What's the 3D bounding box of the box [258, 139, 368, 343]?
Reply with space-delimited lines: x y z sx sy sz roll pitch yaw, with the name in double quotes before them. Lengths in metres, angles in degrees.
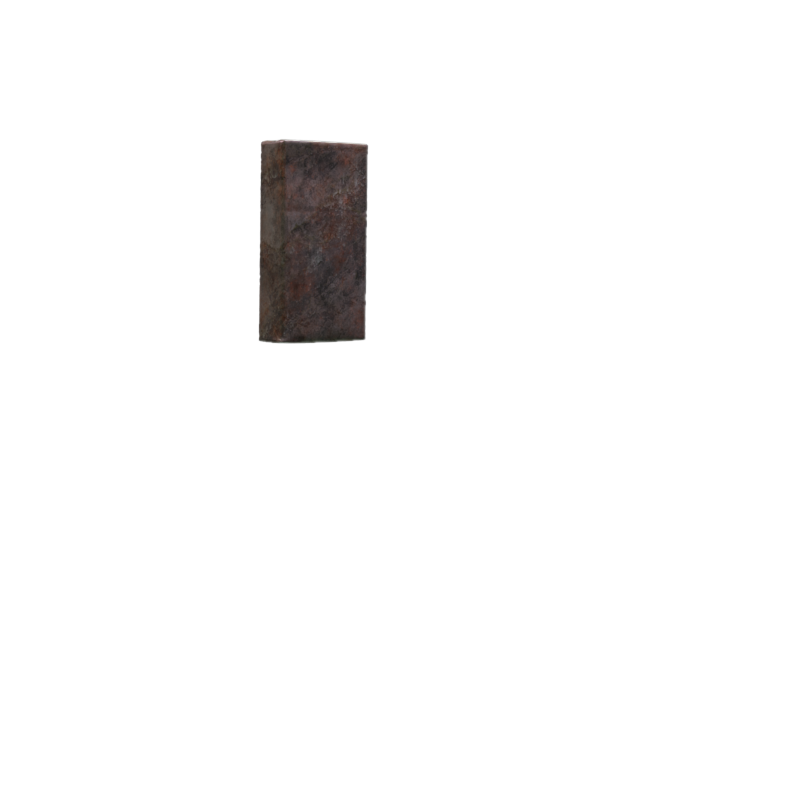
"box" -0.077 -0.140 0.977 0.090 0.176 0.050 -1 0 -37
